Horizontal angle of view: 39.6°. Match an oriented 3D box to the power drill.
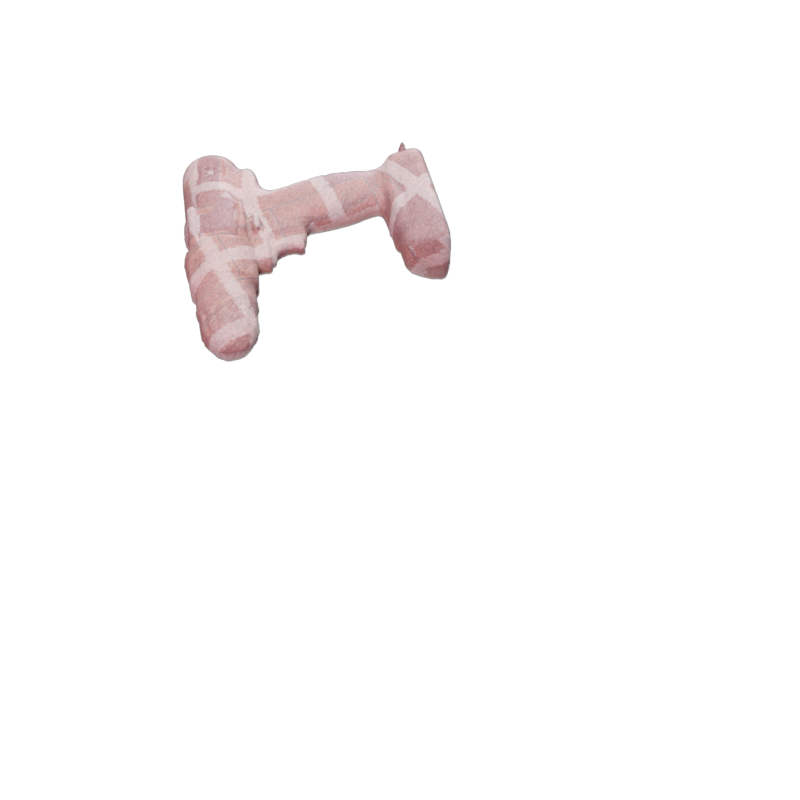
[{"bbox_3d":[-0.063,-0.114,0.799,0.186,0.199,0.053,-8,-39,-7],"label":"power drill"}]
